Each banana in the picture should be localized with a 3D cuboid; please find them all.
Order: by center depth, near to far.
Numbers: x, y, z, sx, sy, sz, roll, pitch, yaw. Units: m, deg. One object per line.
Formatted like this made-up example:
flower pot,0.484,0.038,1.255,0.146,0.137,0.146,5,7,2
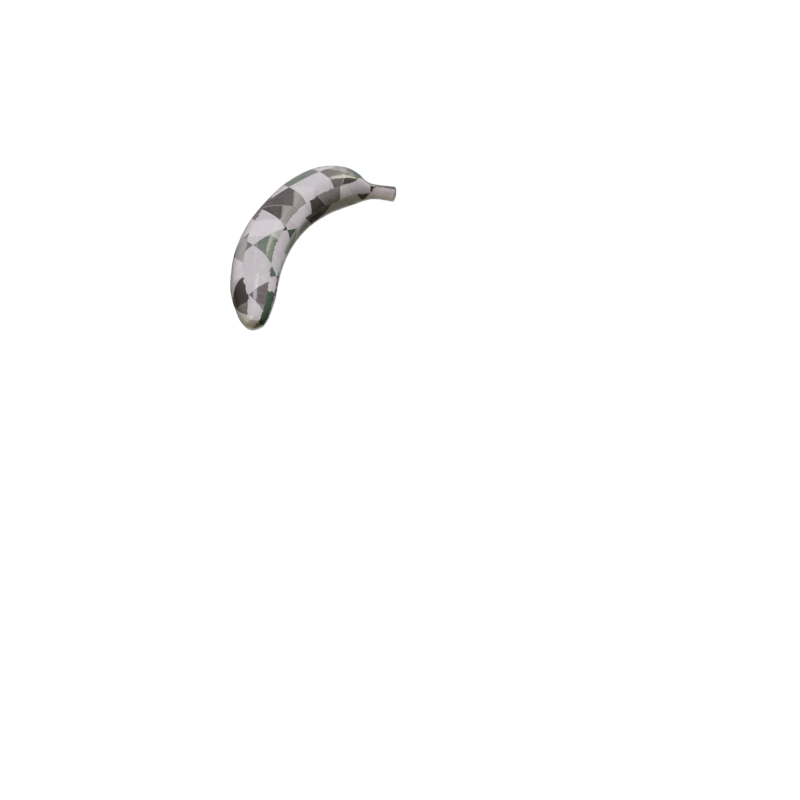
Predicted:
banana,-0.078,-0.126,0.825,0.073,0.034,0.203,22,48,21
